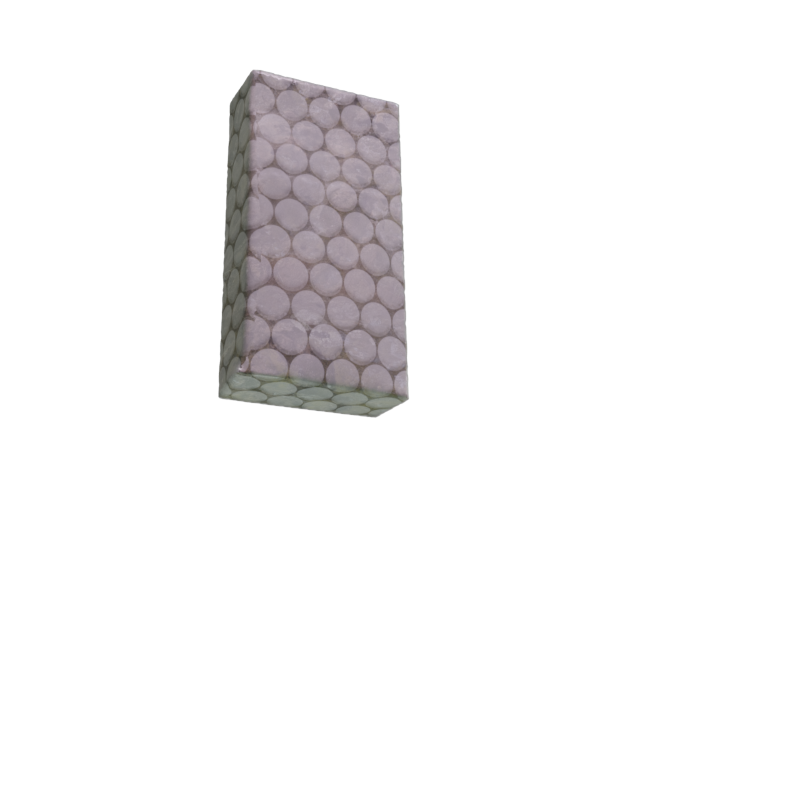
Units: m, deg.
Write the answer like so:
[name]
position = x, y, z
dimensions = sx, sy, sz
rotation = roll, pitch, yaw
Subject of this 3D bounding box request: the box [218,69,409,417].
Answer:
[box]
position = -0.047, -0.085, 0.597
dimensions = 0.090, 0.186, 0.047
rotation = 9, -27, -22
